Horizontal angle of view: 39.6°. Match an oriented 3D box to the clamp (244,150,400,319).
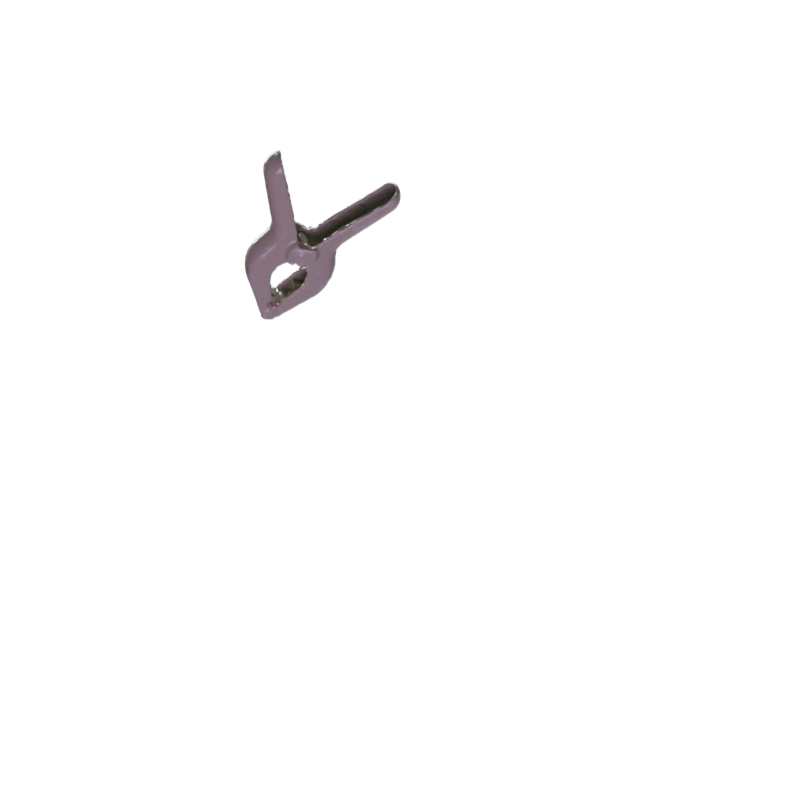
[{"bbox_3d":[-0.075,-0.136,0.955,0.118,0.042,0.163,12,-46,-12],"label":"clamp"}]
